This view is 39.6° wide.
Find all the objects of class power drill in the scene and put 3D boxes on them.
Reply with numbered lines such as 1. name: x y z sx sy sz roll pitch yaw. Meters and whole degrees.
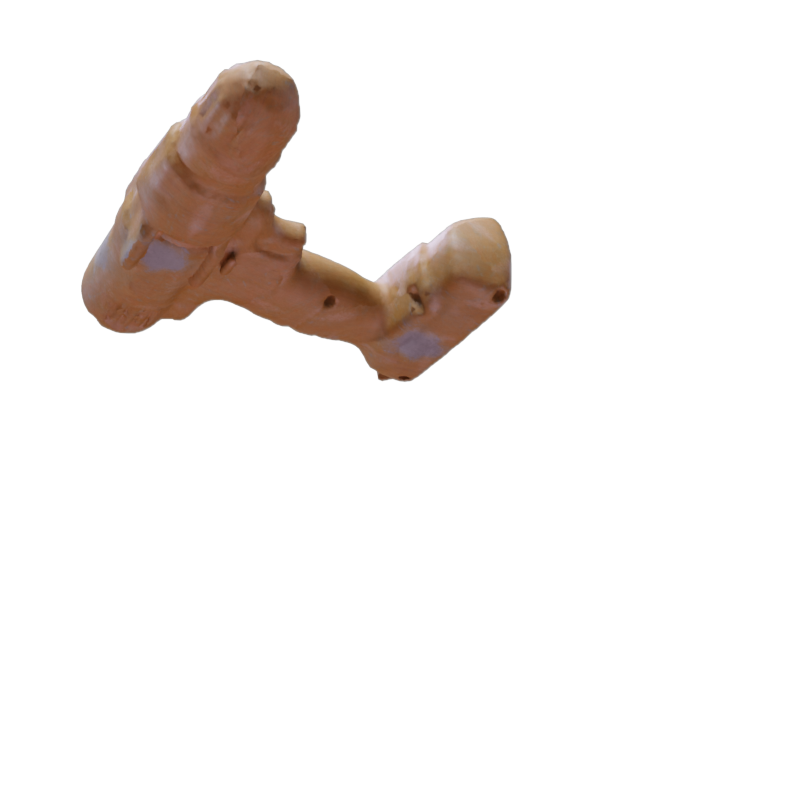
1. power drill: -0.042 -0.077 0.538 0.179 0.061 0.181 17 -34 -26
